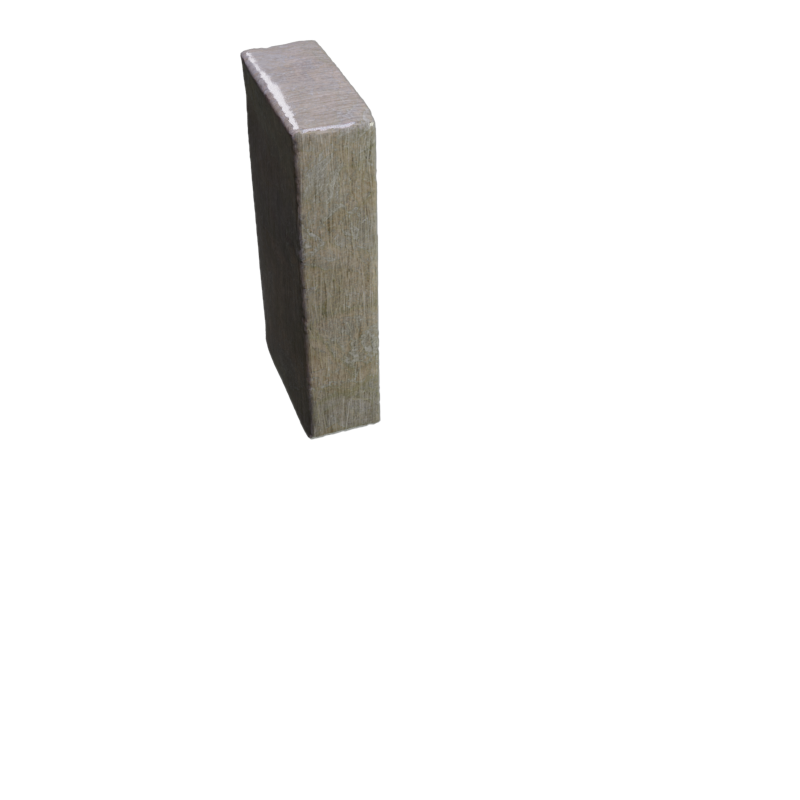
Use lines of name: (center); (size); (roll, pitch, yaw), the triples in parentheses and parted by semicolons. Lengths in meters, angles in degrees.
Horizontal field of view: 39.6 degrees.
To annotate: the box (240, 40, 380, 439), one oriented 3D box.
box: (-0.043, -0.078, 0.550); (0.047, 0.165, 0.101); (-10, 39, -17)
